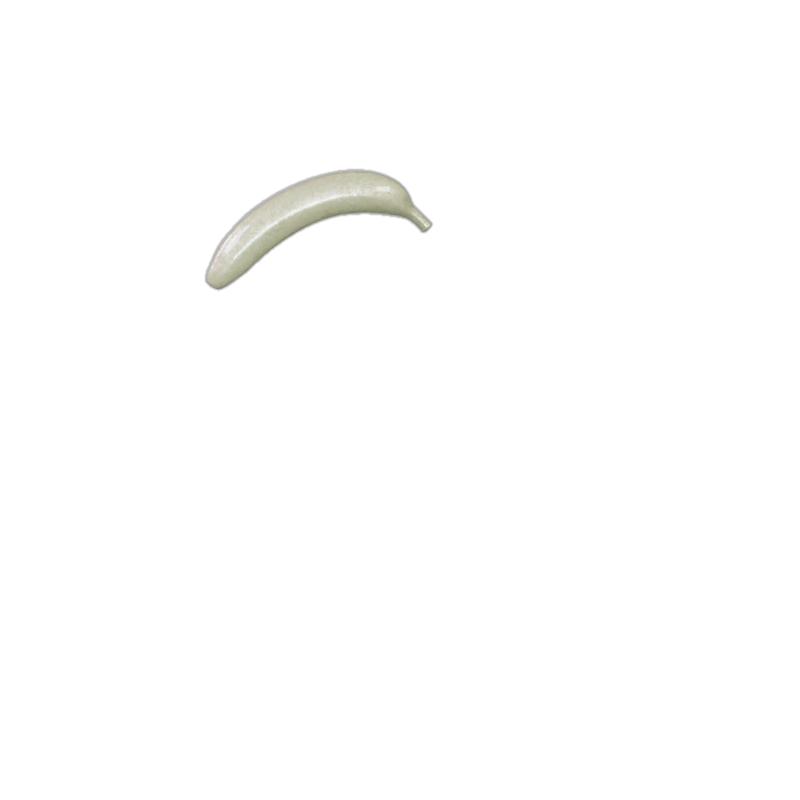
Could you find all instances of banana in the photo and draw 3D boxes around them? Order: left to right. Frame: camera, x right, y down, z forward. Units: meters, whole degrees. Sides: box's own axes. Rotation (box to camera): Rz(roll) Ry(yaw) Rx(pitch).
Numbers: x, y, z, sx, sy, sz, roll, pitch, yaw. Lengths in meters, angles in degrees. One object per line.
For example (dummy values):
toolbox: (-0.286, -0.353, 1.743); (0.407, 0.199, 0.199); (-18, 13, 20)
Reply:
banana: (-0.075, -0.151, 0.934); (0.197, 0.072, 0.036); (-16, -12, -4)
